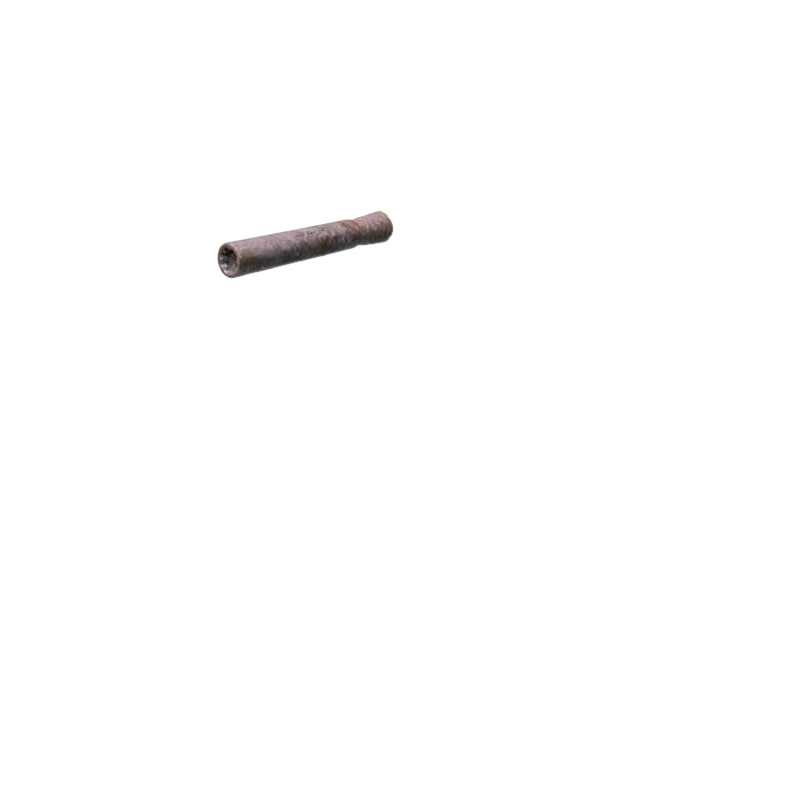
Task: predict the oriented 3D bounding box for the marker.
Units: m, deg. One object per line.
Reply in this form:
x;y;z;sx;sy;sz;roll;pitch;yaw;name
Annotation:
-0.048;-0.087;0.608;0.021;0.019;0.119;4;18;44;marker
